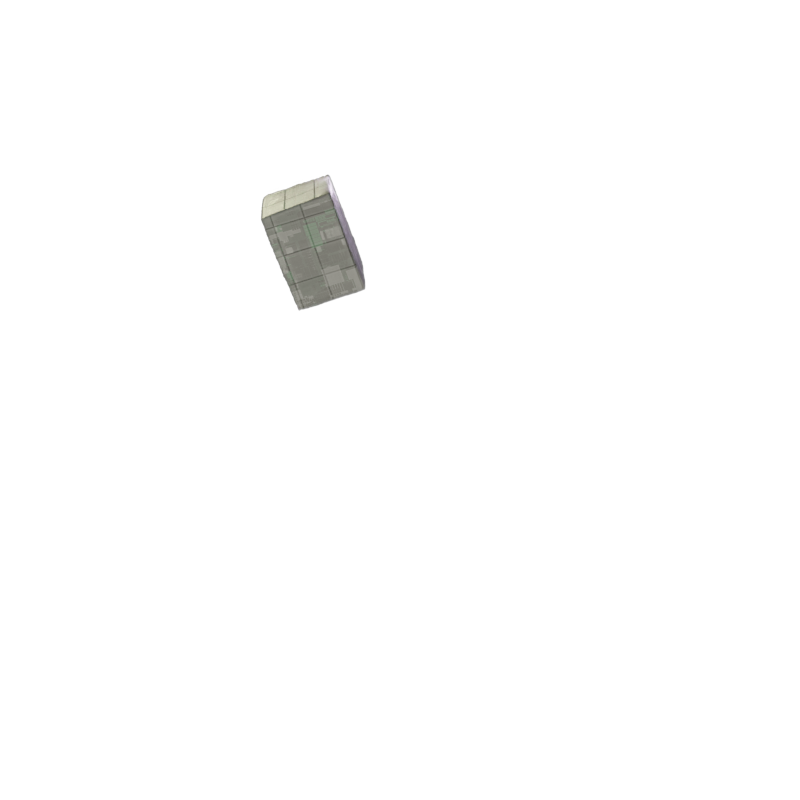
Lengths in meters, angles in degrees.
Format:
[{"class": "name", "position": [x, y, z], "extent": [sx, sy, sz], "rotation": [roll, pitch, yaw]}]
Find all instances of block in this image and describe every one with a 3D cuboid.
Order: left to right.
[{"class": "block", "position": [-0.062, -0.113, 0.795], "extent": [0.053, 0.074, 0.054], "rotation": [-18, 24, 6]}]
